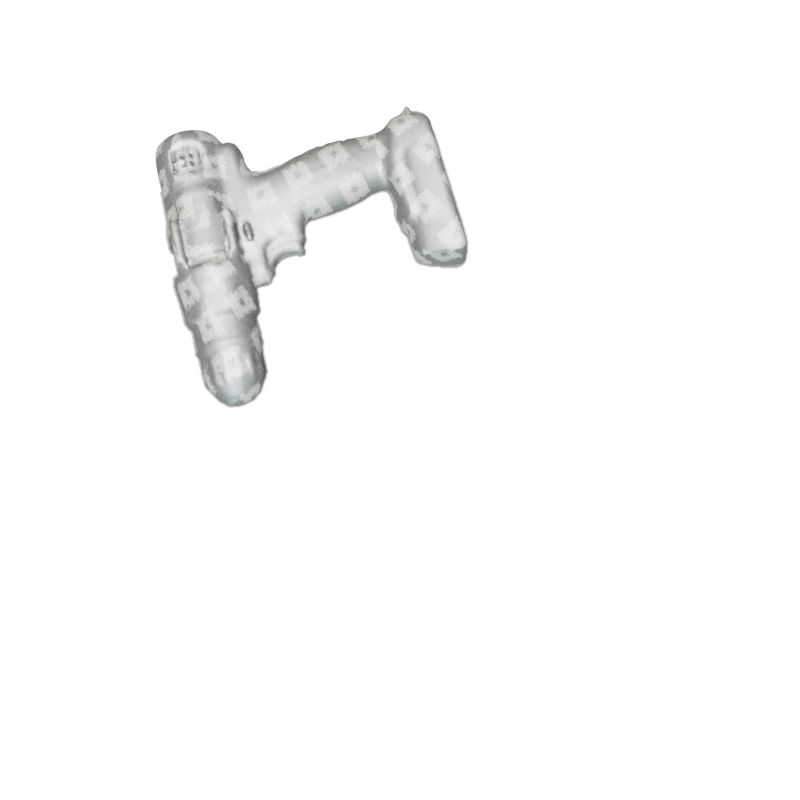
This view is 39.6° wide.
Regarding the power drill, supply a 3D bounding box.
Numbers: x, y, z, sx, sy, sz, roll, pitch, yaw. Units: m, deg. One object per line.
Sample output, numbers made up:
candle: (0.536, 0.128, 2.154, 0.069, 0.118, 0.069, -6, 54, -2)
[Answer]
power drill: (-0.056, -0.103, 0.719, 0.187, 0.191, 0.056, -14, -13, -3)
